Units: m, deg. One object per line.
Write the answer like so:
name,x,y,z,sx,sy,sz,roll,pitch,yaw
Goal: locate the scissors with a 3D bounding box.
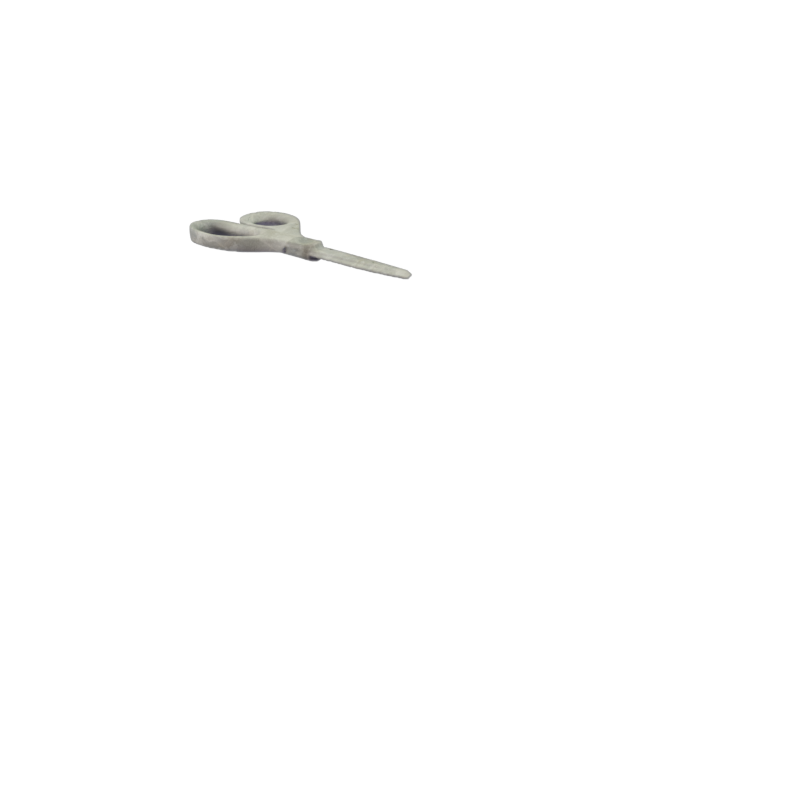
scissors,-0.066,-0.120,0.844,0.210,0.015,0.097,12,26,25
